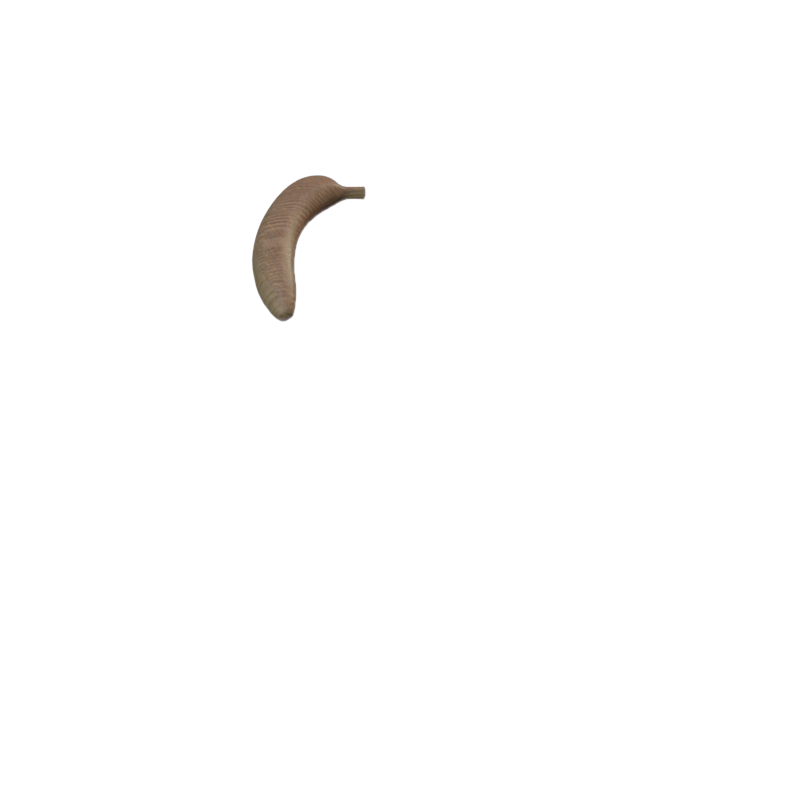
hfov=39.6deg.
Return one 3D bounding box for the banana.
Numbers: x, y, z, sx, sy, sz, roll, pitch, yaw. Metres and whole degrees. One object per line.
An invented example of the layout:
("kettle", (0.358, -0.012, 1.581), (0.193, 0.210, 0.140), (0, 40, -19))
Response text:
("banana", (-0.093, -0.148, 0.987), (0.071, 0.034, 0.207), (13, 46, 12))
